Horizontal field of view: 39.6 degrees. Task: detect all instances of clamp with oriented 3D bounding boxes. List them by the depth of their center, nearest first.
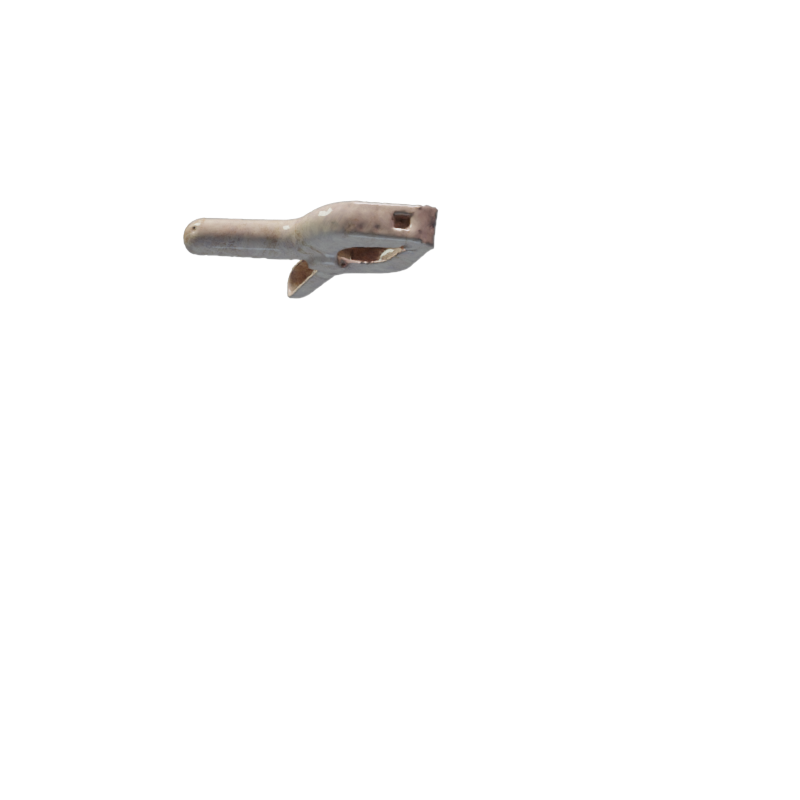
[{"bbox_3d":[-0.057,-0.104,0.728,0.114,0.041,0.175,11,-15,-43],"label":"clamp"}]
